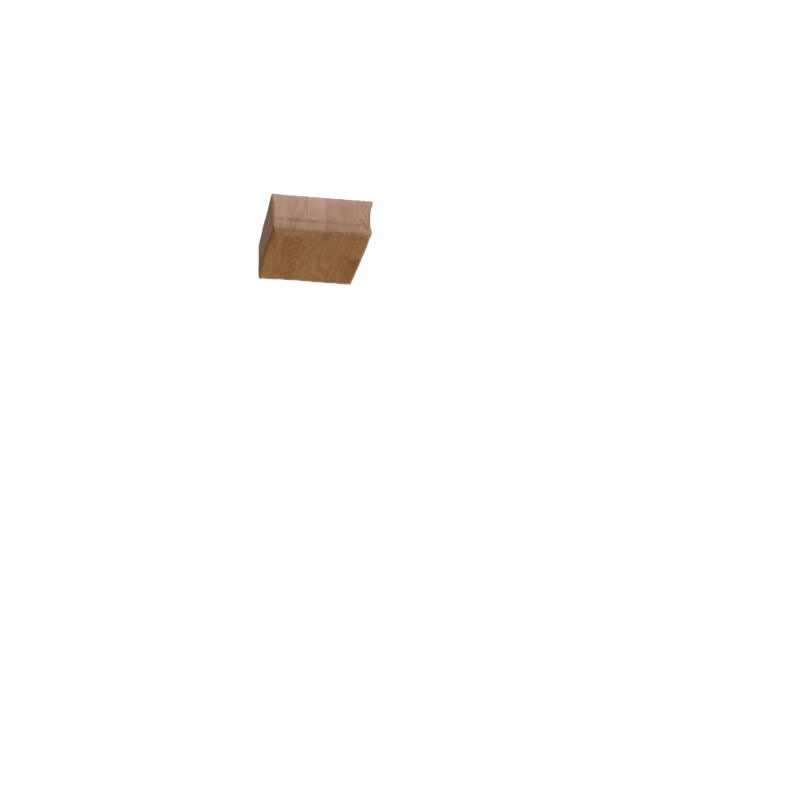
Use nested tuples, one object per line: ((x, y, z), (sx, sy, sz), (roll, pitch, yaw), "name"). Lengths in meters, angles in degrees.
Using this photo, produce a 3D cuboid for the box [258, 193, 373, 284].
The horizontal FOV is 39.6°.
((-0.078, -0.142, 0.998), (0.089, 0.041, 0.110), (3, -17, -11), "box")
